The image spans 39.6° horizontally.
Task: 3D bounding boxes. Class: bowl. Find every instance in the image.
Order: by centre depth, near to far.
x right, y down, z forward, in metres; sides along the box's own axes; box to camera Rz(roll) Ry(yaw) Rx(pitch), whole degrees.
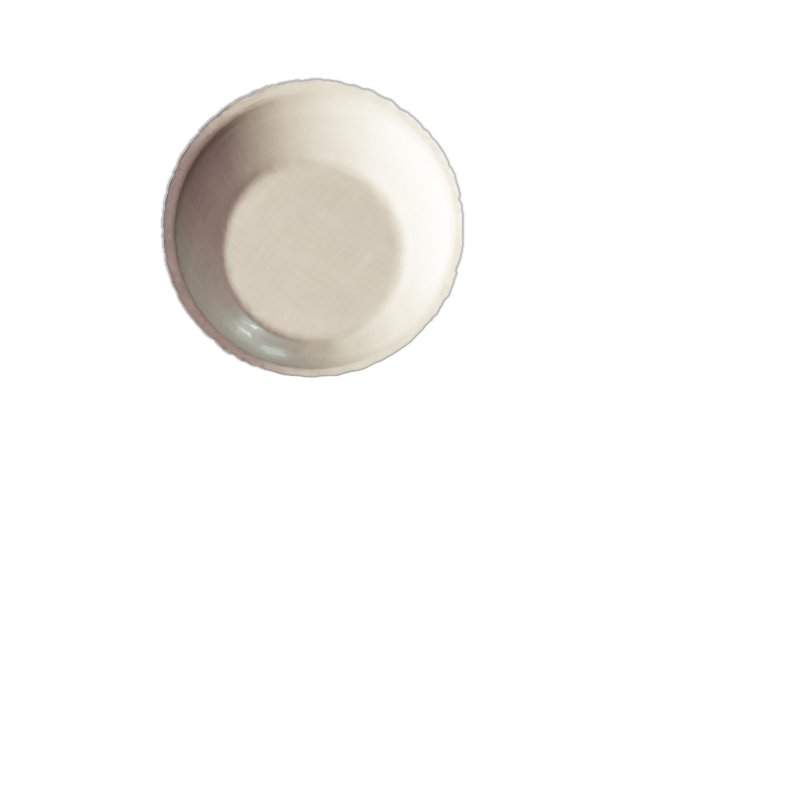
[{"bbox_3d":[-0.044,-0.081,0.567,0.162,0.158,0.057,0,12,-1],"label":"bowl"}]
